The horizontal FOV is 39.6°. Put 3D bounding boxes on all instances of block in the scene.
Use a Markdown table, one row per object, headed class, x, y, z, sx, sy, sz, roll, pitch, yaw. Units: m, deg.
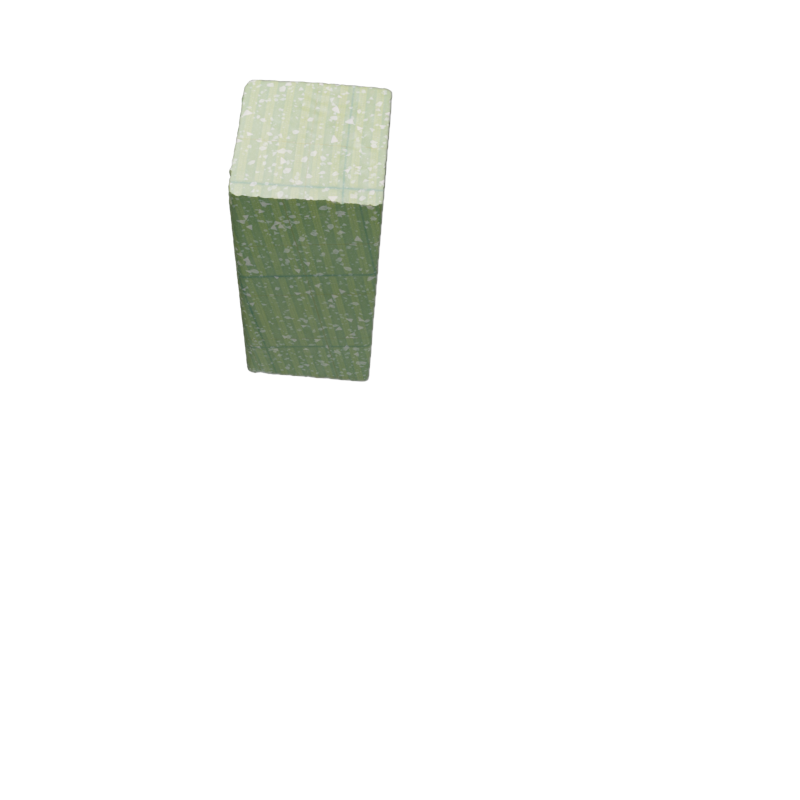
| class | x | y | z | sx | sy | sz | roll | pitch | yaw |
| --- | --- | --- | --- | --- | --- | --- | --- | --- | --- |
| block | -0.057 | -0.103 | 0.722 | 0.090 | 0.096 | 0.194 | 5 | -30 | -1 |
